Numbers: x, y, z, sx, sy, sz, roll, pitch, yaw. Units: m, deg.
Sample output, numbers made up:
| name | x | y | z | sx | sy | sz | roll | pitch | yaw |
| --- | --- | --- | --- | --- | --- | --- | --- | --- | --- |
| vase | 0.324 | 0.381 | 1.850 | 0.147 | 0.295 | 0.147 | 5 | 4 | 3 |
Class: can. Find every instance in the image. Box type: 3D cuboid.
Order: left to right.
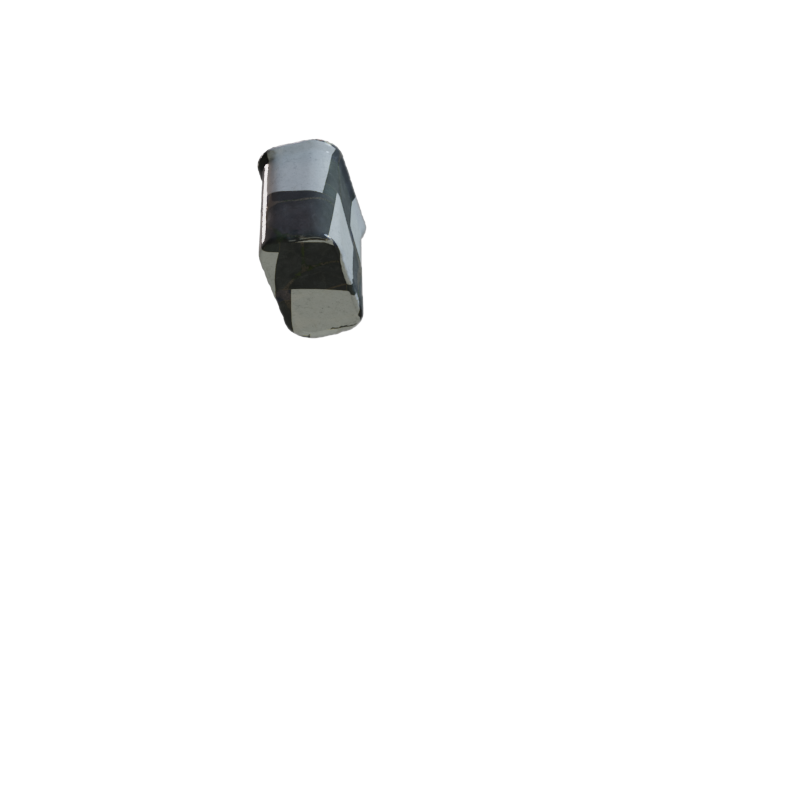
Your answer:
| name | x | y | z | sx | sy | sz | roll | pitch | yaw |
| --- | --- | --- | --- | --- | --- | --- | --- | --- | --- |
| can | -0.056 | -0.103 | 0.719 | 0.058 | 0.090 | 0.094 | -10 | -40 | 9 |
